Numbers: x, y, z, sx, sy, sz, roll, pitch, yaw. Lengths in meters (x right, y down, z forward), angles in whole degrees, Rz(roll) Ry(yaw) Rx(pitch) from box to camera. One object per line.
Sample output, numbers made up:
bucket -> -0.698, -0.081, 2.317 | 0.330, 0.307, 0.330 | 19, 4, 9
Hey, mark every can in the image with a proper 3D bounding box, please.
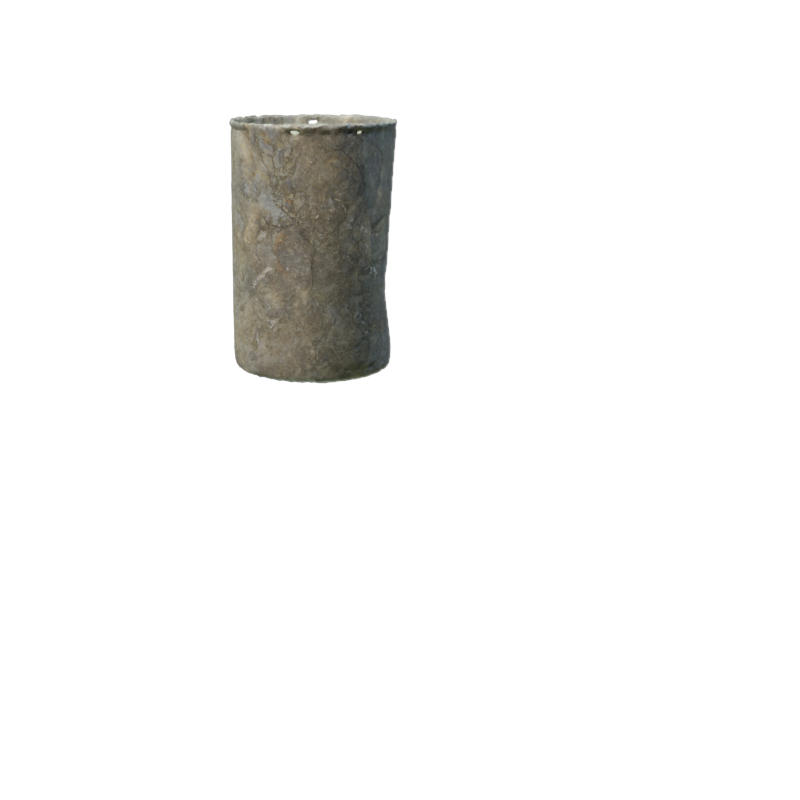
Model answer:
can -> -0.036, -0.066, 0.459 | 0.068, 0.099, 0.071 | 0, 13, -2
